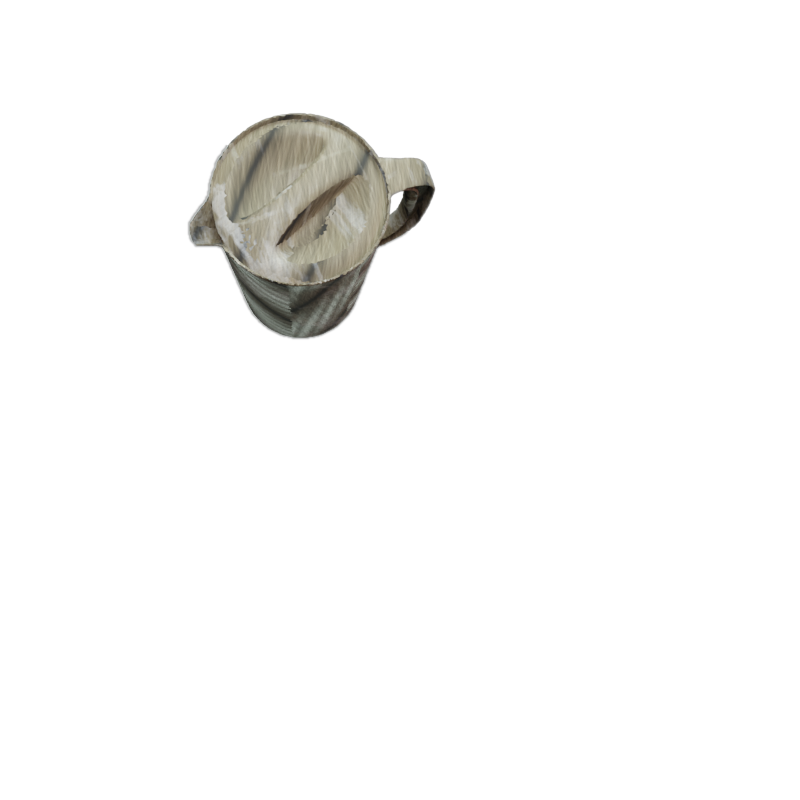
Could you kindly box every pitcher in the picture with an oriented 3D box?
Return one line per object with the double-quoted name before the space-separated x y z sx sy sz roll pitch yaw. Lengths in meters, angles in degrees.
"pitcher" -0.071 -0.130 0.911 0.151 0.148 0.235 27 -12 3
